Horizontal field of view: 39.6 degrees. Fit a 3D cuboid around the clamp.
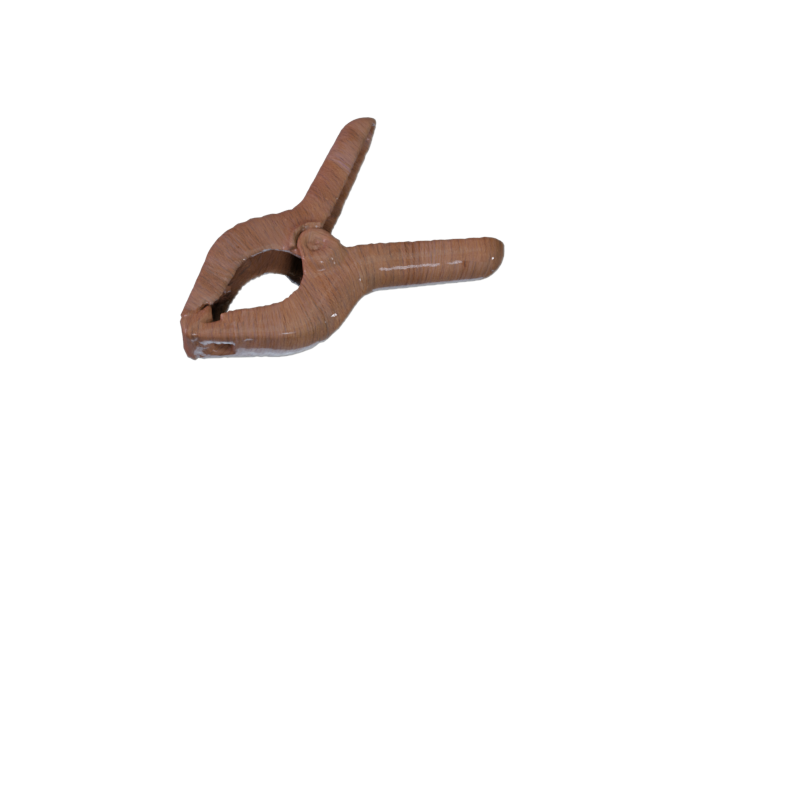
[{"bbox_3d":[-0.046,-0.083,0.581,0.171,0.129,0.037,-25,-34,-18],"label":"clamp"}]
